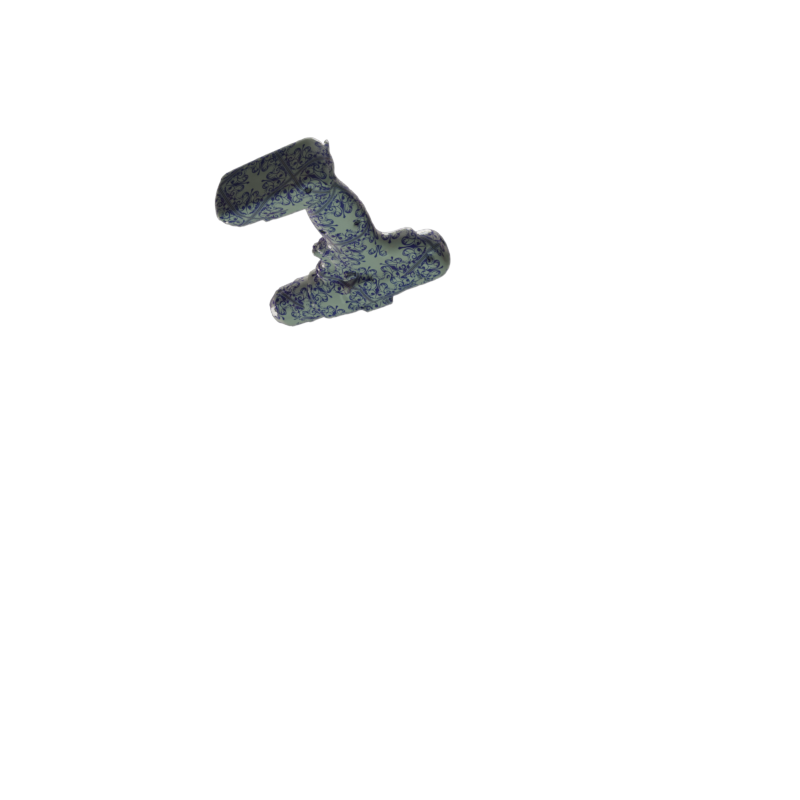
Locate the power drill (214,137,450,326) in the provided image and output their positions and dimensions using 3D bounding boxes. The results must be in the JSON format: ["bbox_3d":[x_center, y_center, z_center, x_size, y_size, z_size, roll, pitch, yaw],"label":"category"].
[{"bbox_3d":[-0.075,-0.137,0.962,0.186,0.061,0.174,-19,-37,27],"label":"power drill"}]
